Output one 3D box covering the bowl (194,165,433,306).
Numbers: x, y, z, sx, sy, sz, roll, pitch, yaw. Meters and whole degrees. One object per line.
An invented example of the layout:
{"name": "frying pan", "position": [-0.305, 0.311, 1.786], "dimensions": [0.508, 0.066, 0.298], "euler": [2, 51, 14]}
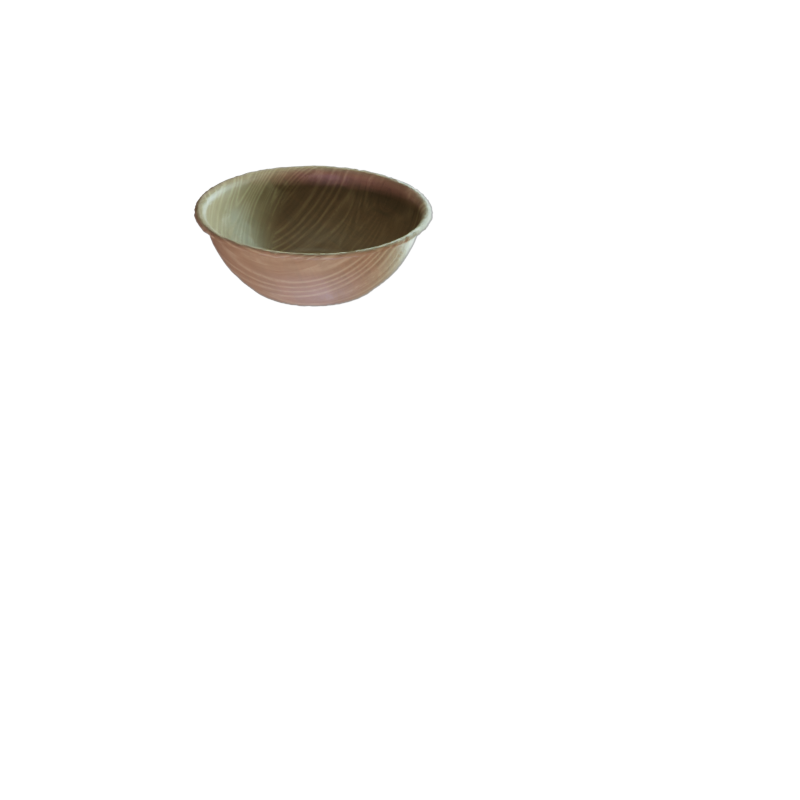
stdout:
{"name": "bowl", "position": [-0.060, -0.109, 0.761], "dimensions": [0.162, 0.052, 0.172], "euler": [-1, 30, -2]}
